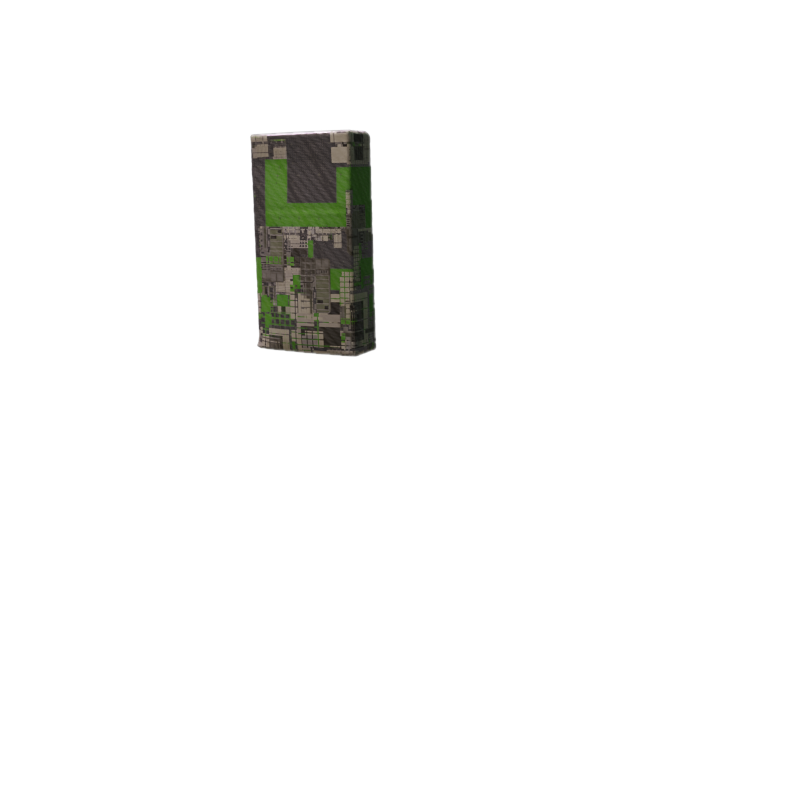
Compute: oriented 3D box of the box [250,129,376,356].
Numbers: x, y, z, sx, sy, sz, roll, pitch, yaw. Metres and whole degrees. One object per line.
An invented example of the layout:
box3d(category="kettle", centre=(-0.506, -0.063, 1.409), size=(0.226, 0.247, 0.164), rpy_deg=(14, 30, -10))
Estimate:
box3d(category="box", centre=(-0.069, -0.127, 0.889), size=(0.097, 0.175, 0.047), rpy_deg=(2, 4, 28))
